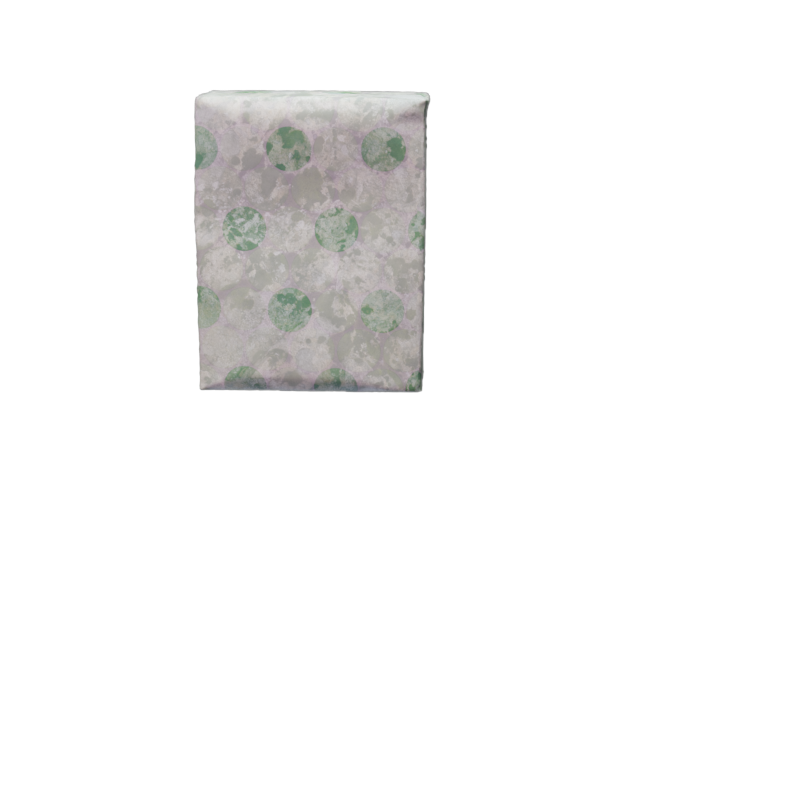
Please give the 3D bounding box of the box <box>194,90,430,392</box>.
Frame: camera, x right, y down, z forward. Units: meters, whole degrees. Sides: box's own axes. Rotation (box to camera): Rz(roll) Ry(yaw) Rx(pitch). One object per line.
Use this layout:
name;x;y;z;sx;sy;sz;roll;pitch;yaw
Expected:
box;-0.063;-0.114;0.801;0.165;0.208;0.073;2;12;4
